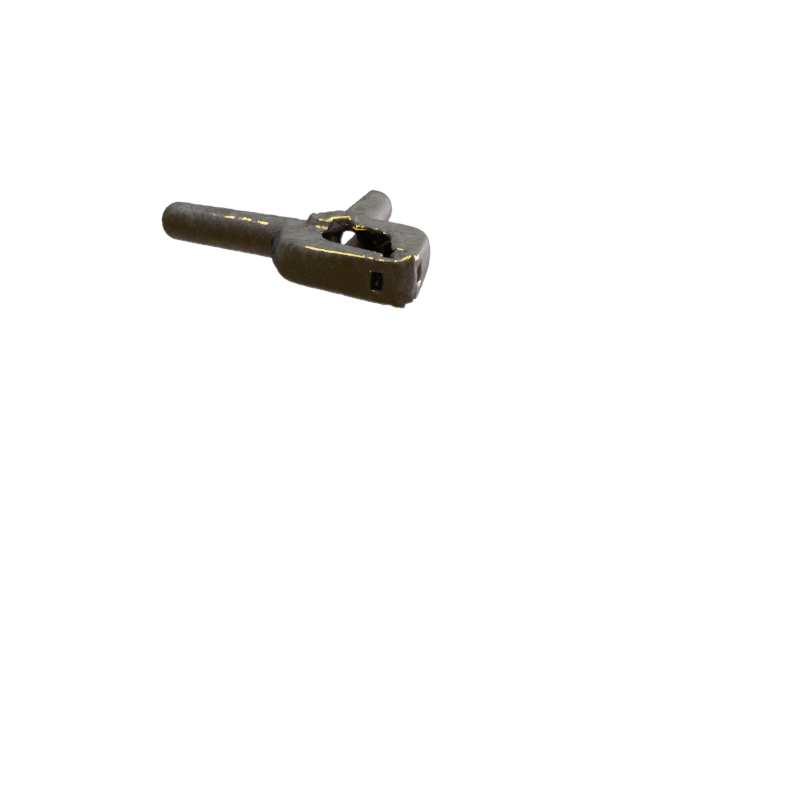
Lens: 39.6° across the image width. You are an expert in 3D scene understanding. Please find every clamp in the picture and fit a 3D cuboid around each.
[{"bbox_3d":[-0.053,-0.097,0.681,0.162,0.035,0.222,-7,22,-17],"label":"clamp"}]
